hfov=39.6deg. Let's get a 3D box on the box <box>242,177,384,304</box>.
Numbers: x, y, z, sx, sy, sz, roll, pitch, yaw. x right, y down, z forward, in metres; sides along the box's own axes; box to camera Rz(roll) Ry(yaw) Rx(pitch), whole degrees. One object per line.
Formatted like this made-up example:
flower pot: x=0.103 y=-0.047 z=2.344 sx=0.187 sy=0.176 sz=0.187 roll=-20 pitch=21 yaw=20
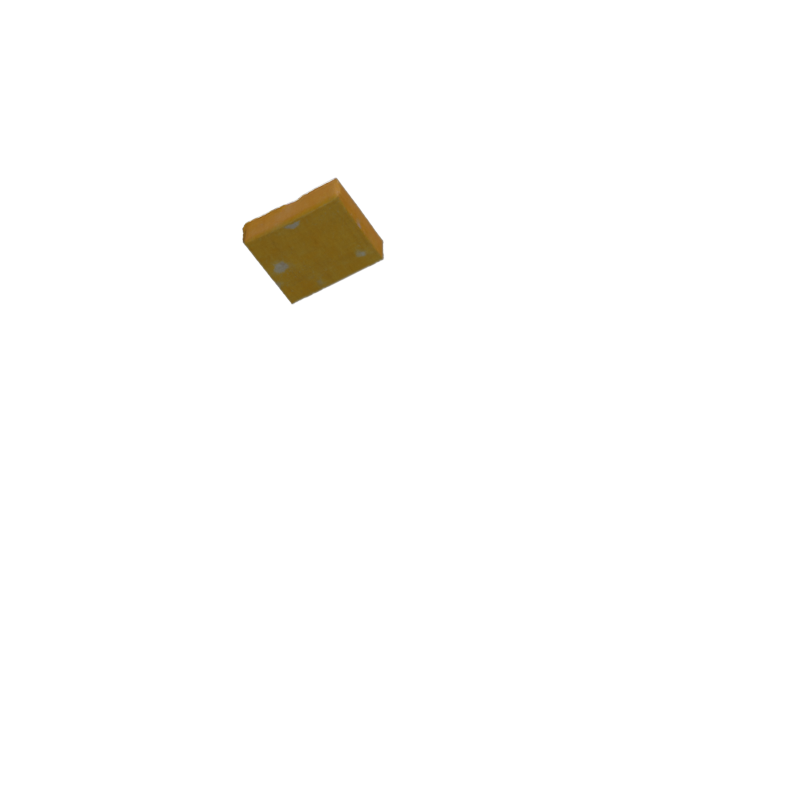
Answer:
box: x=-0.069 y=-0.125 z=0.874 sx=0.089 sy=0.068 sz=0.032 roll=-24 pitch=37 yaw=19
